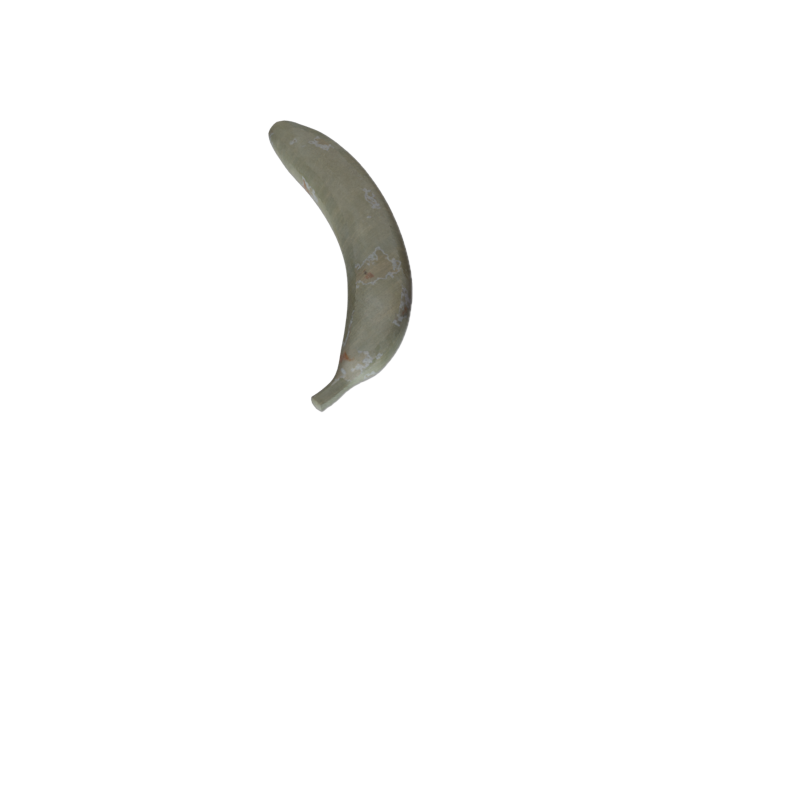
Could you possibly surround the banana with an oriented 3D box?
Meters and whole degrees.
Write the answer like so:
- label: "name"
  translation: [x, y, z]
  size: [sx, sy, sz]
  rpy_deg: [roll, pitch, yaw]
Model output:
- label: "banana"
  translation: [-0.033, -0.093, 0.656]
  size: [0.069, 0.212, 0.034]
  rpy_deg: [-8, -30, -6]
